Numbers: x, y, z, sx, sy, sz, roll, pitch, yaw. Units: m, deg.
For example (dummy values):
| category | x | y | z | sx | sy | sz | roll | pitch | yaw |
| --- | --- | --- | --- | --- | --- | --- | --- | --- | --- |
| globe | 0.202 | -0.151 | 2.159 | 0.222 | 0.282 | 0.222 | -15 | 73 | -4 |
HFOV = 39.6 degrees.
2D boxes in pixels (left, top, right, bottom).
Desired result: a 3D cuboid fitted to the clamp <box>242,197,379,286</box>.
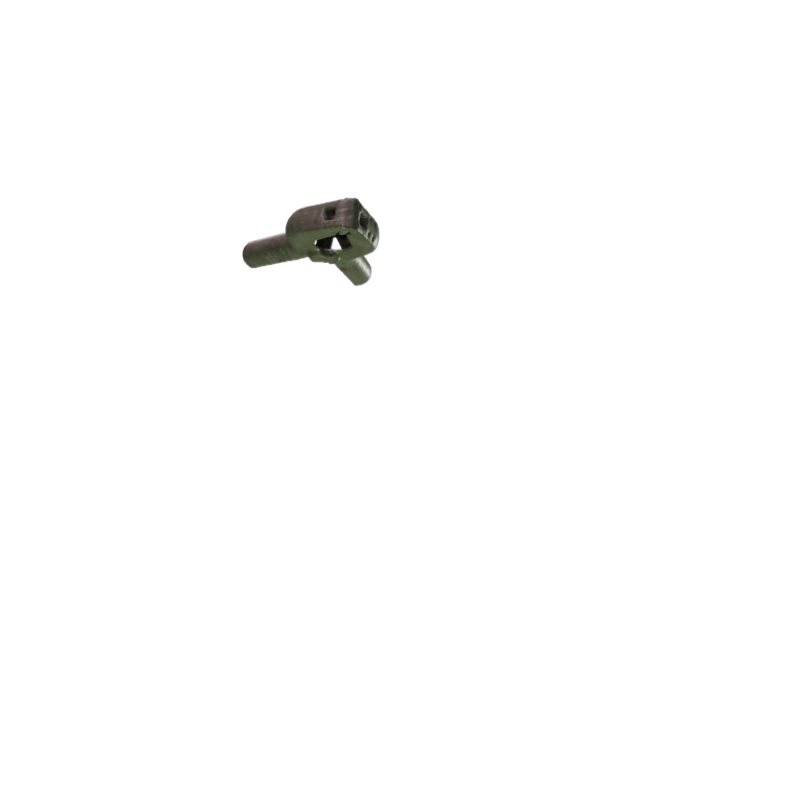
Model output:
| category | x | y | z | sx | sy | sz | roll | pitch | yaw |
| --- | --- | --- | --- | --- | --- | --- | --- | --- | --- |
| clamp | -0.075 | -0.137 | 0.958 | 0.119 | 0.041 | 0.166 | 2 | -13 | -8 |
